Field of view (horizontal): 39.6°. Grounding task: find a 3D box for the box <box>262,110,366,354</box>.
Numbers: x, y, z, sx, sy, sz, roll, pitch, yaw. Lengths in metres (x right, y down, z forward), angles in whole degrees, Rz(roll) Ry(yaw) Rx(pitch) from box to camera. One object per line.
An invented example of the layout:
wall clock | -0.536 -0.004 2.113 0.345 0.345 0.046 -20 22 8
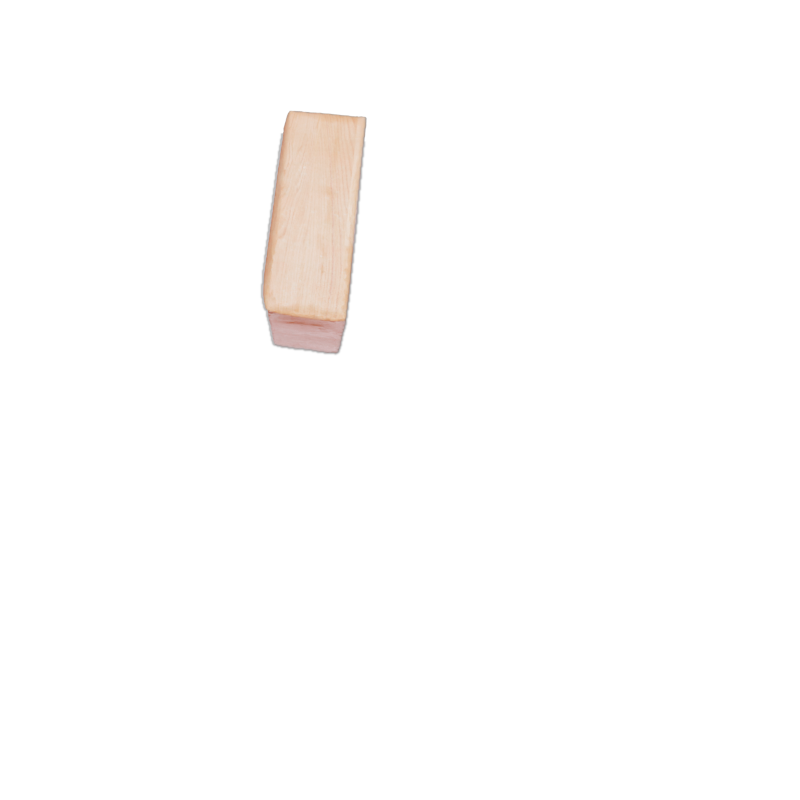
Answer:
box | -0.074 -0.135 0.948 0.072 0.168 0.209 6 -8 -3
